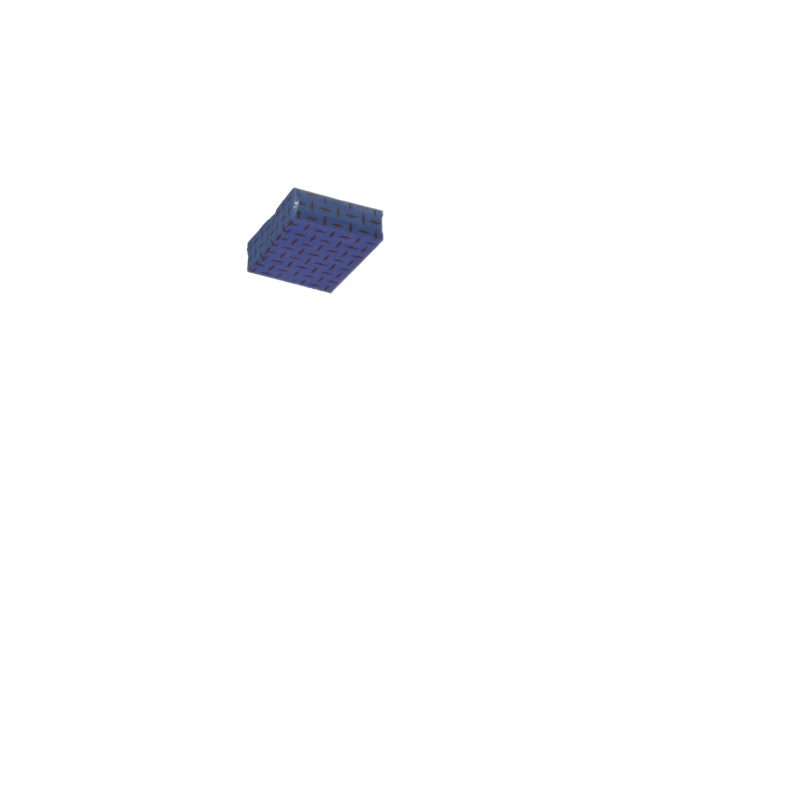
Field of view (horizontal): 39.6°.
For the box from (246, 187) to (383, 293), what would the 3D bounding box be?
[{"bbox_3d":[-0.065,-0.118,0.826,0.070,0.032,0.087,13,-29,-25],"label":"box"}]
